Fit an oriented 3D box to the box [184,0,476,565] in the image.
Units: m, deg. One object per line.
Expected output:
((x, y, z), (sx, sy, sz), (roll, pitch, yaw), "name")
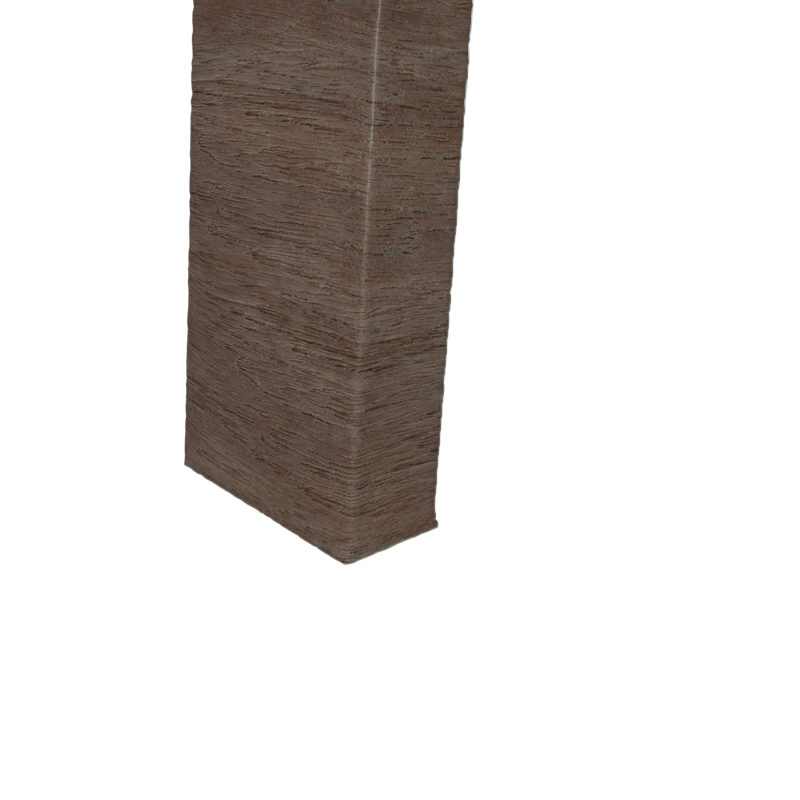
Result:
((-0.028, -0.050, 0.352), (0.047, 0.171, 0.099), (-11, 19, -40), "box")
